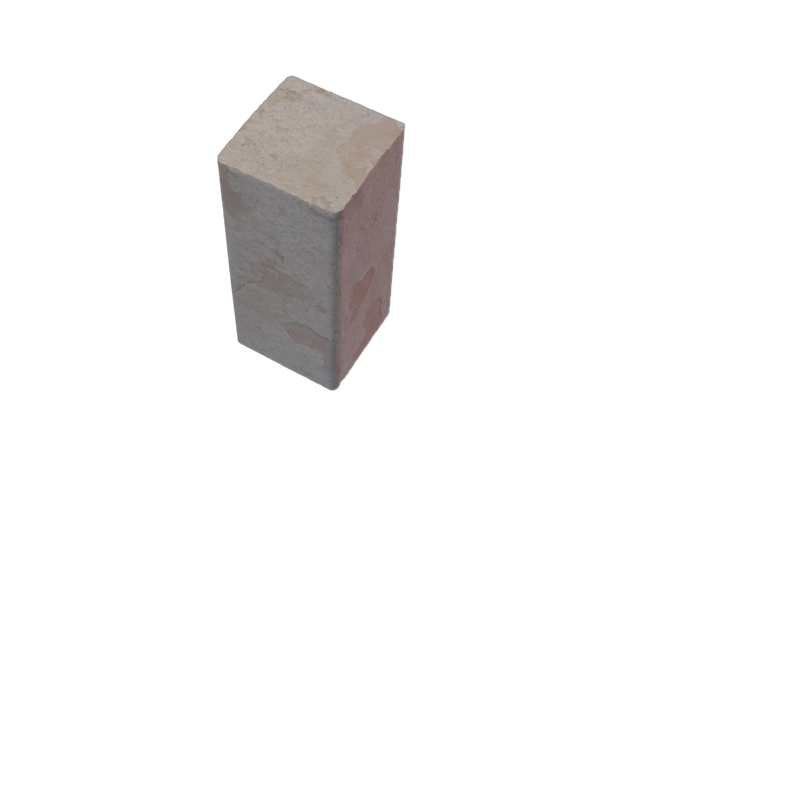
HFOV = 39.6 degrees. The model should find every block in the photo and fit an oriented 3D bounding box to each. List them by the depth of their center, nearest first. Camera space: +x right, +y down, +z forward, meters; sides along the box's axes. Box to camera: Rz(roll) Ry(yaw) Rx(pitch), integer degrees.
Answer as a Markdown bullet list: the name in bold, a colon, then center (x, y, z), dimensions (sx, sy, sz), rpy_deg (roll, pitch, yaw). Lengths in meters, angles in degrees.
- **block**: center (-0.061, -0.109, 0.769), dimensions (0.094, 0.093, 0.193), rpy_deg (27, -31, 13)
